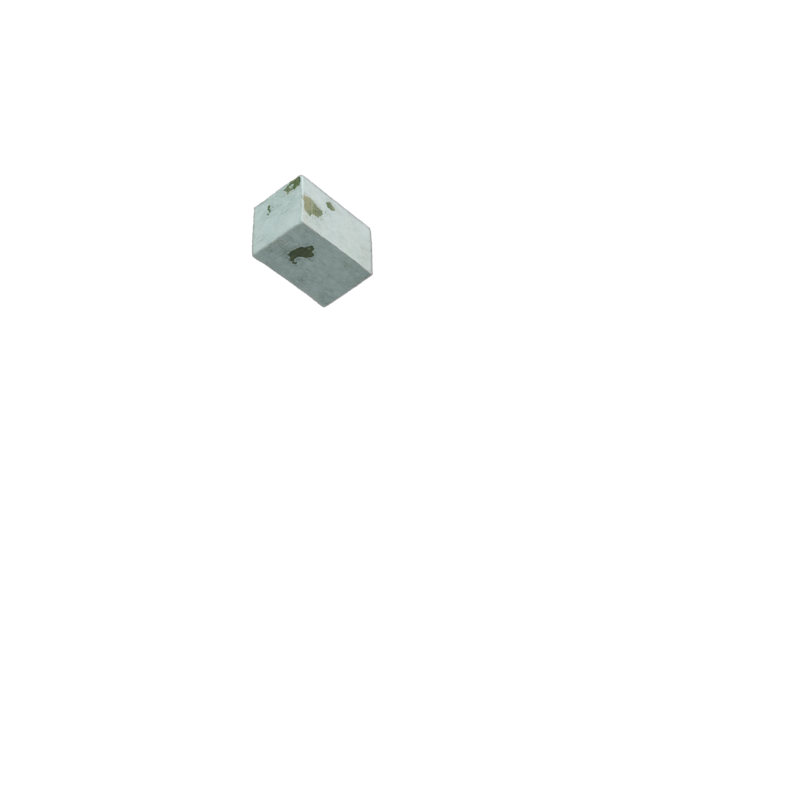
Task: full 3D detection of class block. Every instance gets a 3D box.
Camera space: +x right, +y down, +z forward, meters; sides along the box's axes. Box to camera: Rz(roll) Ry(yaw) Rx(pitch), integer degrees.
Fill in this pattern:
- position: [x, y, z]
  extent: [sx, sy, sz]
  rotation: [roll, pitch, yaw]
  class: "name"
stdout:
- position: [-0.064, -0.117, 0.819]
  extent: [0.052, 0.055, 0.073]
  rotation: [-32, -50, 29]
  class: "block"
